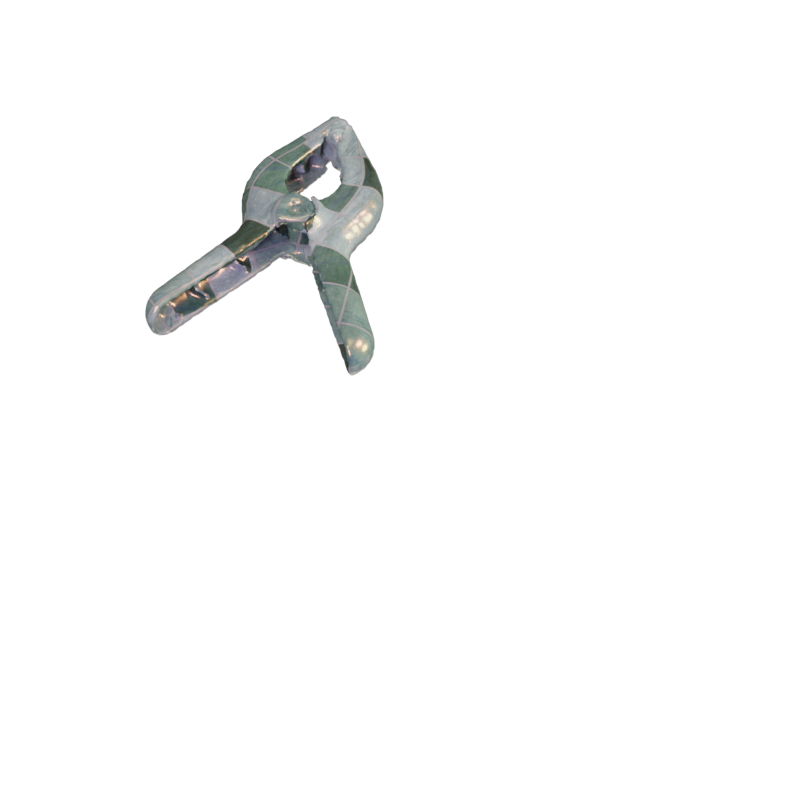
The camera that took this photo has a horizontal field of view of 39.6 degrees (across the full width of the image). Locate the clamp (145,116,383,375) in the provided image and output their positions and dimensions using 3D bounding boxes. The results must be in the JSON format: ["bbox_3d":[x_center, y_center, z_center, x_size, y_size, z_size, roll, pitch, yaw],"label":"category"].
[{"bbox_3d":[-0.047,-0.086,0.600,0.124,0.178,0.037,20,-33,13],"label":"clamp"}]
